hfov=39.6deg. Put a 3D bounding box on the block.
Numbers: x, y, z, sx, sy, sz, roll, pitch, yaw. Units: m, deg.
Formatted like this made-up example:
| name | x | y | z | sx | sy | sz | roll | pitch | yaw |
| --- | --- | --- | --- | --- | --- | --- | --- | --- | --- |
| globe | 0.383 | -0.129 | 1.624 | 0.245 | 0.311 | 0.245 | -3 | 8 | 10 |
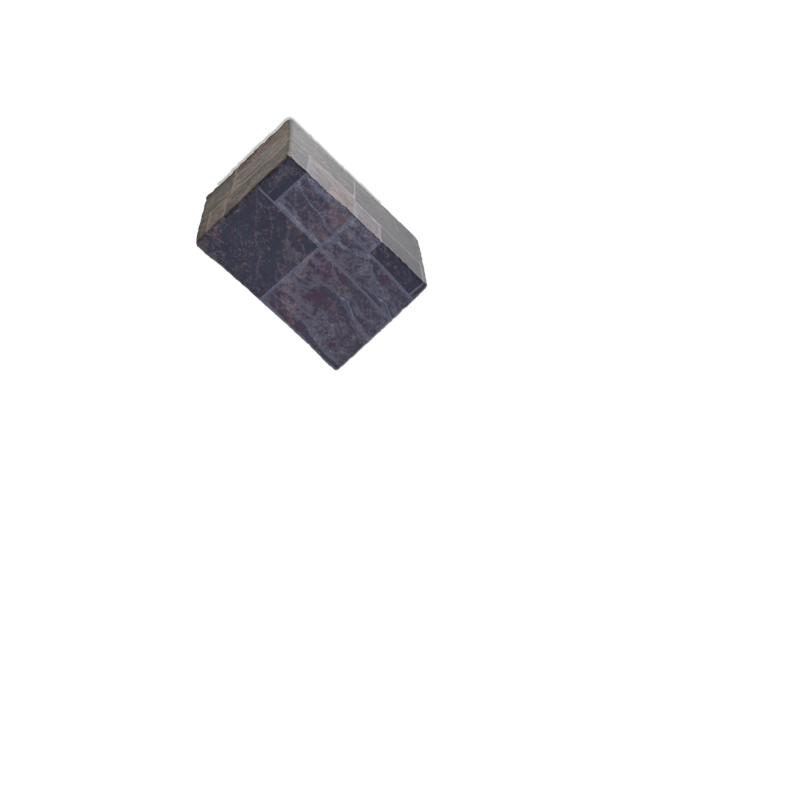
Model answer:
| name | x | y | z | sx | sy | sz | roll | pitch | yaw |
| --- | --- | --- | --- | --- | --- | --- | --- | --- | --- |
| block | -0.035 | -0.063 | 0.443 | 0.052 | 0.075 | 0.054 | -41 | 19 | 16 |
